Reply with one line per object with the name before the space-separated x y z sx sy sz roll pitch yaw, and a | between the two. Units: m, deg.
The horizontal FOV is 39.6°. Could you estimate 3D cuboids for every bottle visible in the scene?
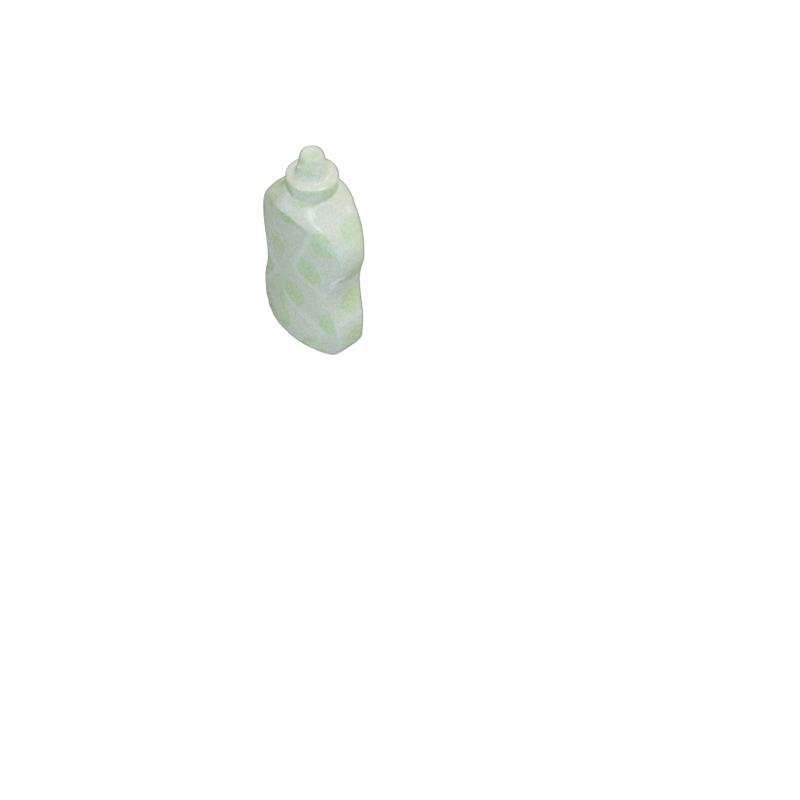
bottle | -0.070 -0.127 0.889 0.058 0.179 0.103 -31 58 -26
